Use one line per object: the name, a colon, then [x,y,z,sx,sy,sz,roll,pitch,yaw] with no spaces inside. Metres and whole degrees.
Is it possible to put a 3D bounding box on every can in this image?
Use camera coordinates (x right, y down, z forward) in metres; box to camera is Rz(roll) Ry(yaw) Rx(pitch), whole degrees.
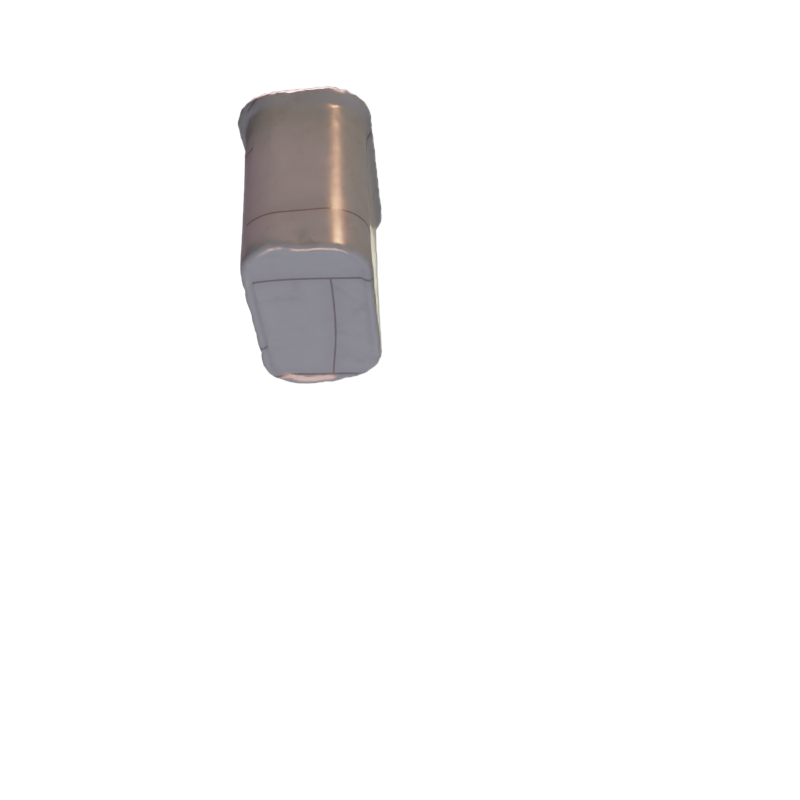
can: [-0.037,-0.068,0.475,0.058,0.090,0.095,-4,-35,2]
